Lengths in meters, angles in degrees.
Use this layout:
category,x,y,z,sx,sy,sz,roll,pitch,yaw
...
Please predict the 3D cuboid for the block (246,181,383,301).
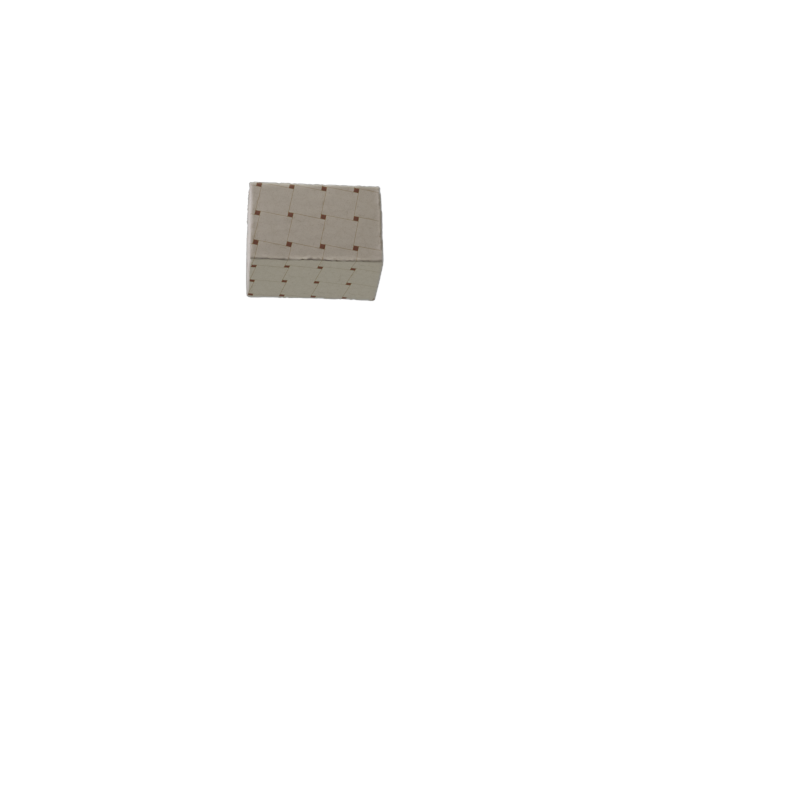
category,x,y,z,sx,sy,sz,roll,pitch,yaw
block,-0.051,-0.092,0.646,0.077,0.054,0.050,2,-24,-6
